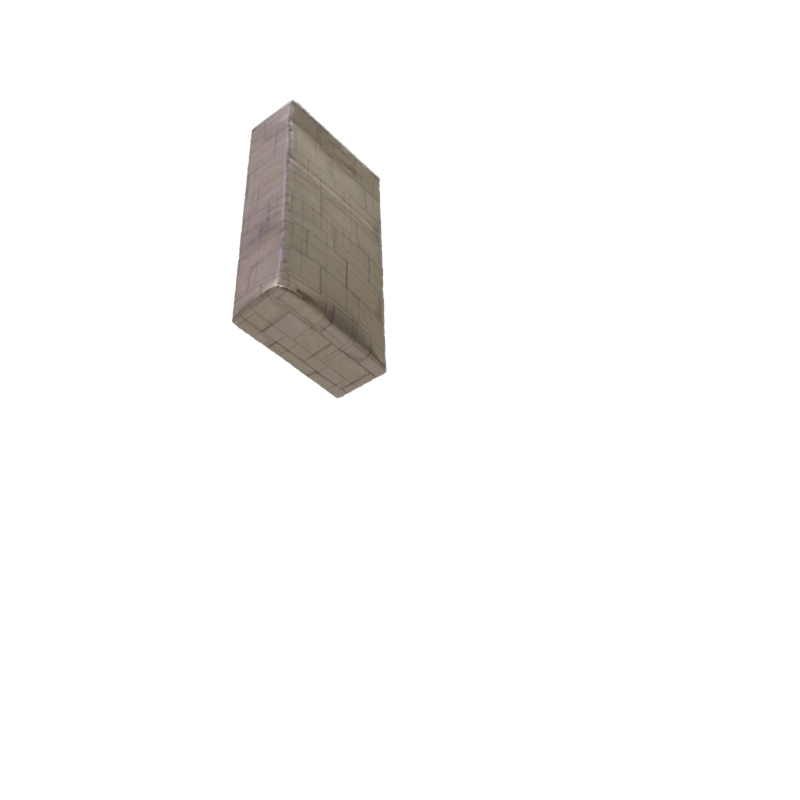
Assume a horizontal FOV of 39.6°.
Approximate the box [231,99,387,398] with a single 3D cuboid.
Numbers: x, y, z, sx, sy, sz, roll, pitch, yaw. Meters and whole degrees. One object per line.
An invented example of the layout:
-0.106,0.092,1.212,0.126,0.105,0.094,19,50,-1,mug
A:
-0.054,-0.098,0.690,0.048,0.189,0.087,-33,-52,26,box
